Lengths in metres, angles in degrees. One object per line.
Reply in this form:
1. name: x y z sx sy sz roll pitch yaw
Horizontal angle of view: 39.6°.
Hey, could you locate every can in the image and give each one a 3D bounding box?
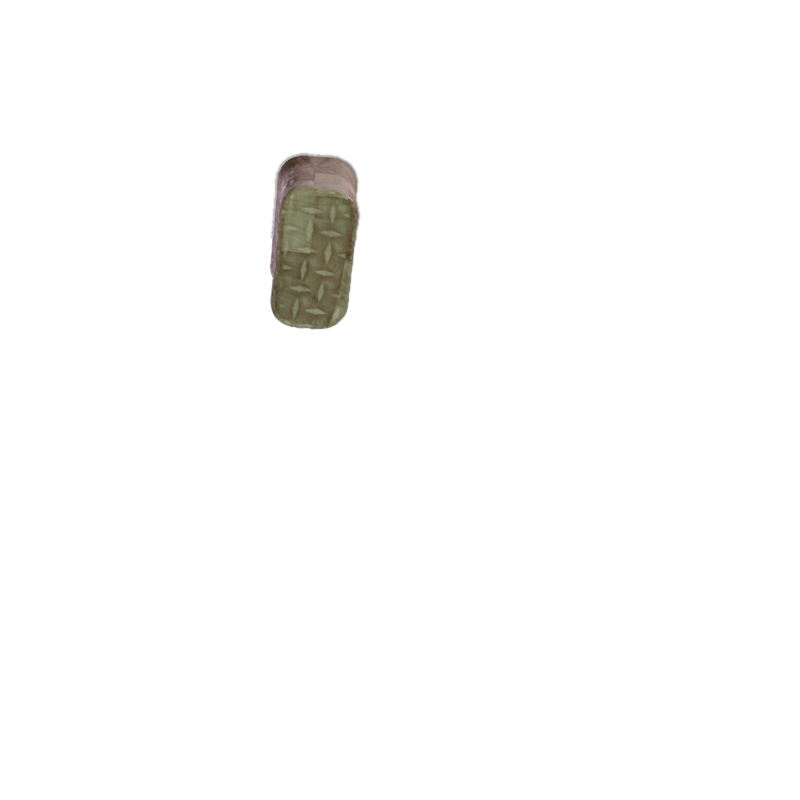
1. can: -0.059 -0.108 0.753 0.057 0.098 0.088 5 20 -5
